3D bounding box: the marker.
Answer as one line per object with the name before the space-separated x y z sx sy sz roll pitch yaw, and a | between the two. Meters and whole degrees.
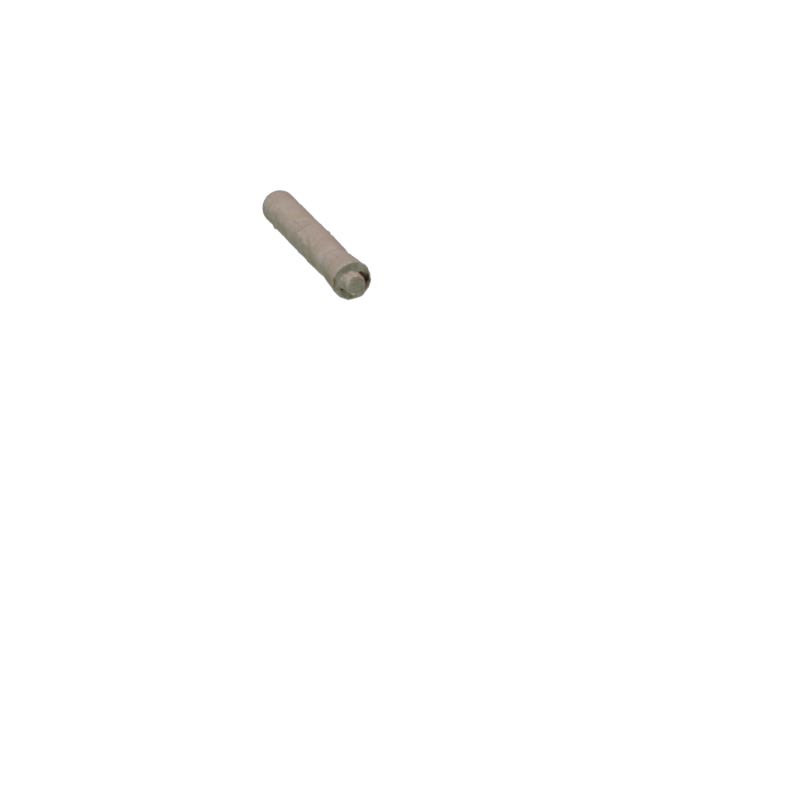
marker | -0.043 -0.079 0.551 0.019 0.019 0.129 -2 26 -22
